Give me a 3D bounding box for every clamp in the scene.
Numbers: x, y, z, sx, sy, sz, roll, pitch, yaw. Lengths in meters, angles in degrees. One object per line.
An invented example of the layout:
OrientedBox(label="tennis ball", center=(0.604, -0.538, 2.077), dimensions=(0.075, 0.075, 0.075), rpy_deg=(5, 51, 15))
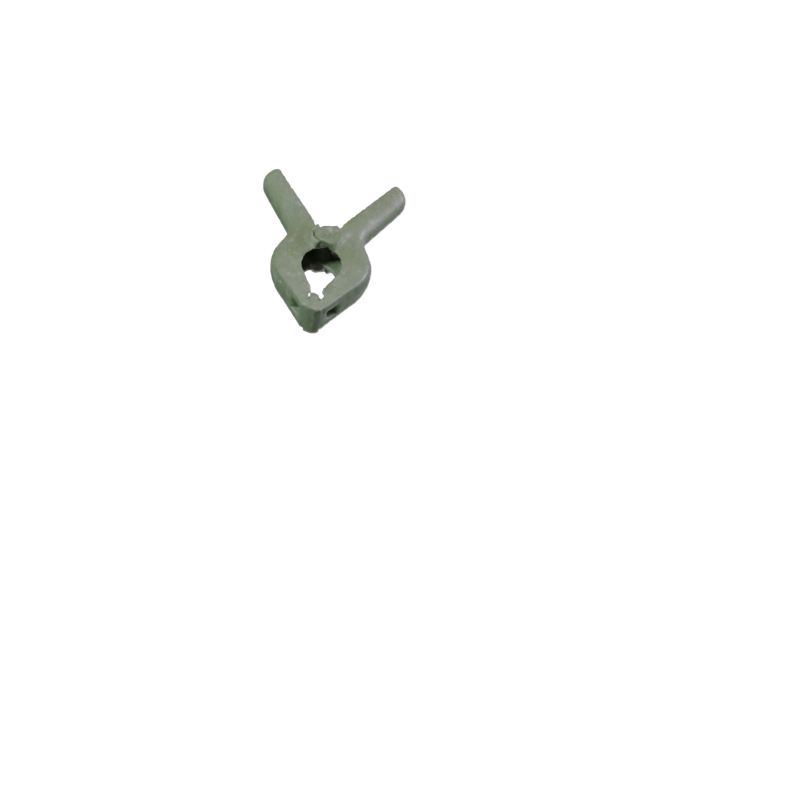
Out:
OrientedBox(label="clamp", center=(-0.070, -0.127, 0.892), dimensions=(0.122, 0.036, 0.181), rpy_deg=(9, 44, 9))
